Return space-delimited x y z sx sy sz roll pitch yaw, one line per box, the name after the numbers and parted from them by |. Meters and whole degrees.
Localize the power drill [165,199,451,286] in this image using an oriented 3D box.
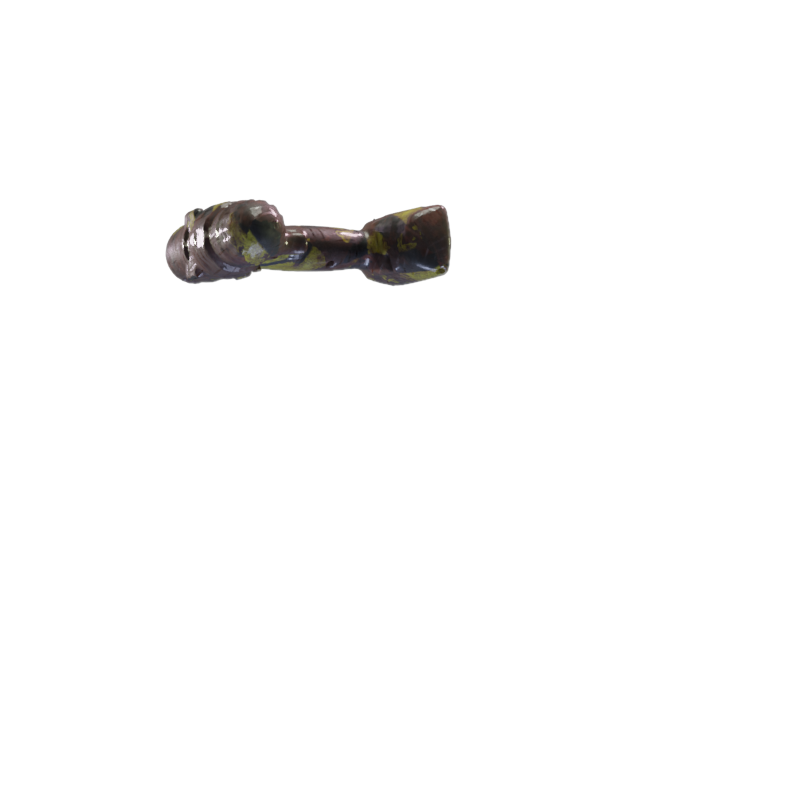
-0.062 -0.114 0.796 0.182 0.058 0.189 -1 3 -23 | power drill
